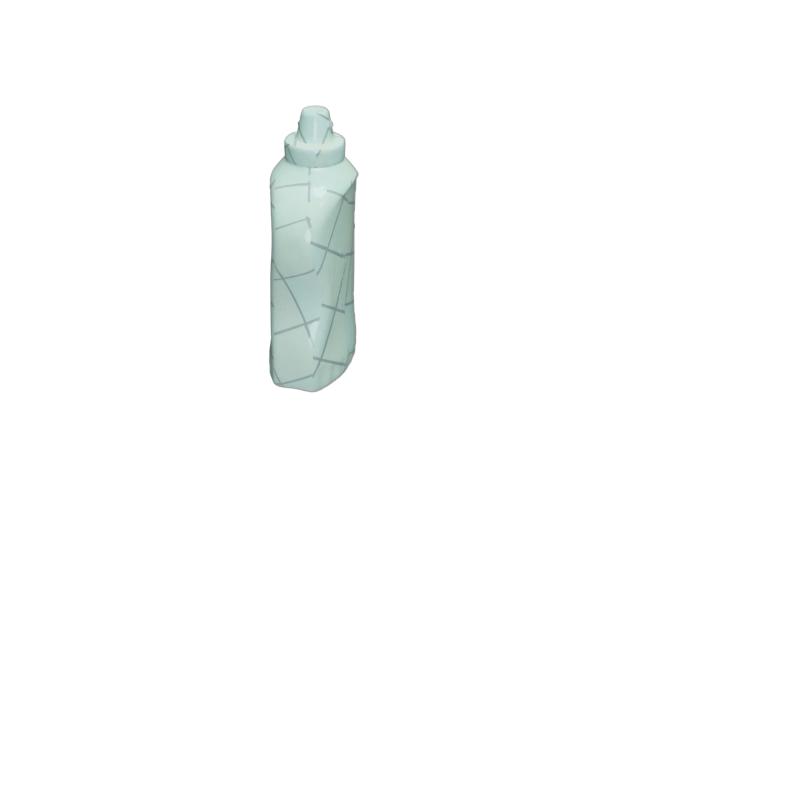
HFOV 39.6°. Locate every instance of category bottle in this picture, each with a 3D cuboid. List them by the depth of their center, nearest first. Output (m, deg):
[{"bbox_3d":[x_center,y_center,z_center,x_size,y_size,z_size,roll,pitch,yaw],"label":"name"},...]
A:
[{"bbox_3d":[-0.059,-0.109,0.765,0.060,0.181,0.099,9,28,13],"label":"bottle"}]
